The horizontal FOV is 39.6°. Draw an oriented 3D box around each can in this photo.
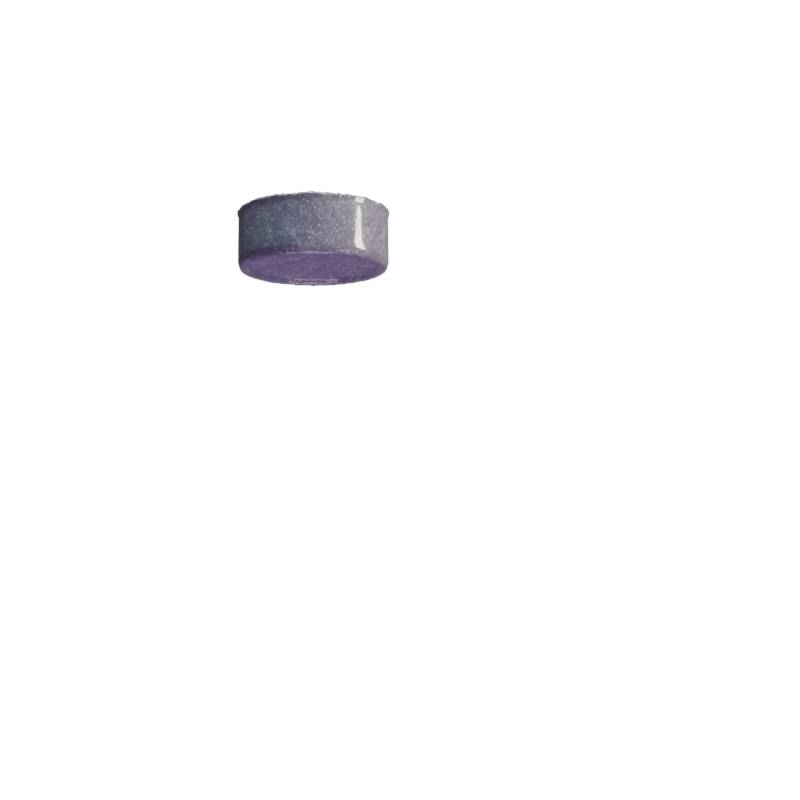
[{"bbox_3d":[-0.049,-0.089,0.623,0.086,0.034,0.084,0,-8,-2],"label":"can"}]
